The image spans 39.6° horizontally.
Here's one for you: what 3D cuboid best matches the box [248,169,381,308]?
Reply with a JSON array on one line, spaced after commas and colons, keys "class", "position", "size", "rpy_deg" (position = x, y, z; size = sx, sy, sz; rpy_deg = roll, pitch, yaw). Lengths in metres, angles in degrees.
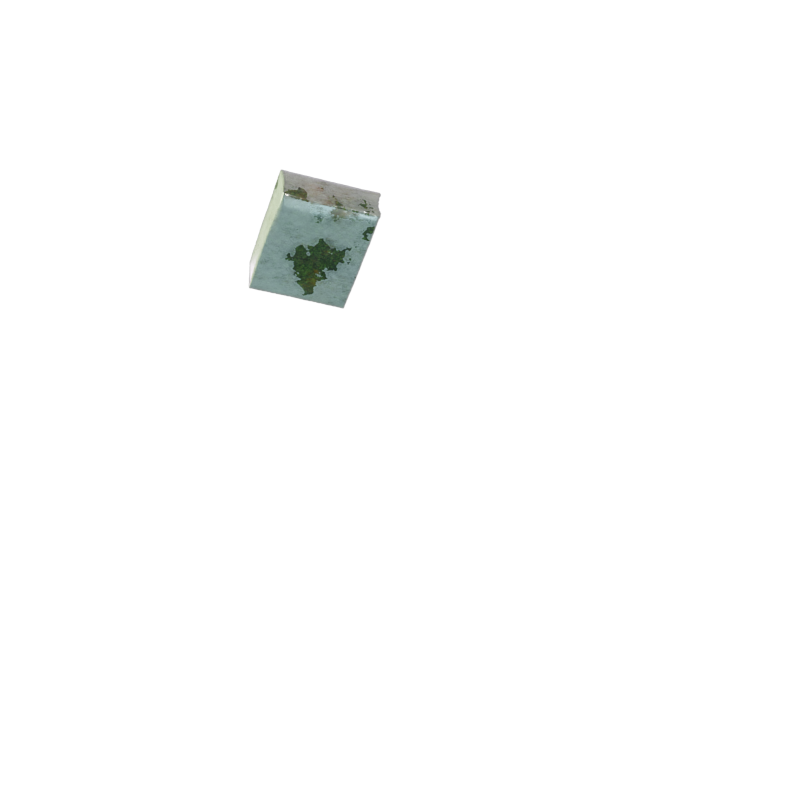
[{"class": "box", "position": [-0.075, -0.137, 0.960], "size": [0.088, 0.042, 0.108], "rpy_deg": [13, -47, -13]}]
